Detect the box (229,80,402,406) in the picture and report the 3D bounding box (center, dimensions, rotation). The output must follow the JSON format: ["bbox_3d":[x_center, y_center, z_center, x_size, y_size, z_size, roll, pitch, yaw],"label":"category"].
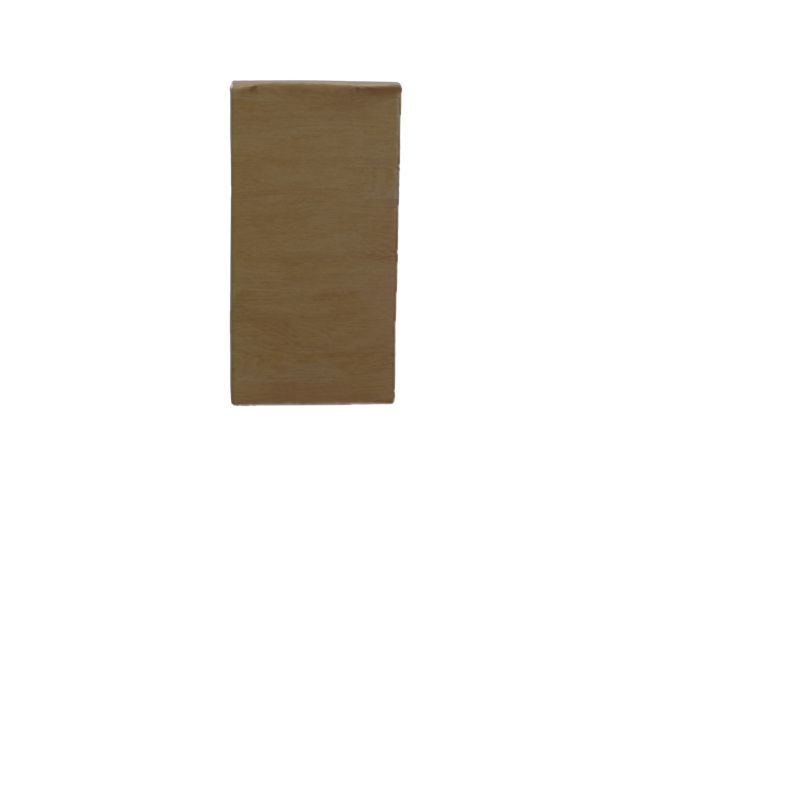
[{"bbox_3d":[-0.048,-0.087,0.611,0.093,0.171,0.050,-1,12,-5],"label":"box"}]
